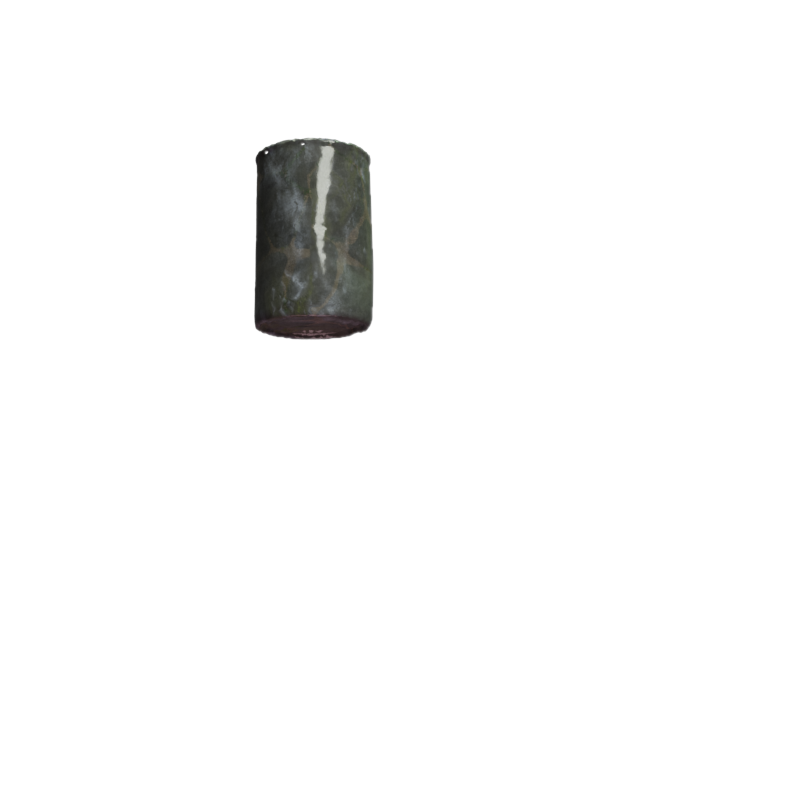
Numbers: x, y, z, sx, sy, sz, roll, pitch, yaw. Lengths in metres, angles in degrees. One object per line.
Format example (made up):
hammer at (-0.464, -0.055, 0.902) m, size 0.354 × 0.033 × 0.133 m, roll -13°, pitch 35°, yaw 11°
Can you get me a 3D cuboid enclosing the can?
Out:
can at (-0.050, -0.091, 0.639) m, size 0.068 × 0.106 × 0.066 m, roll 0°, pitch -14°, yaw -2°
